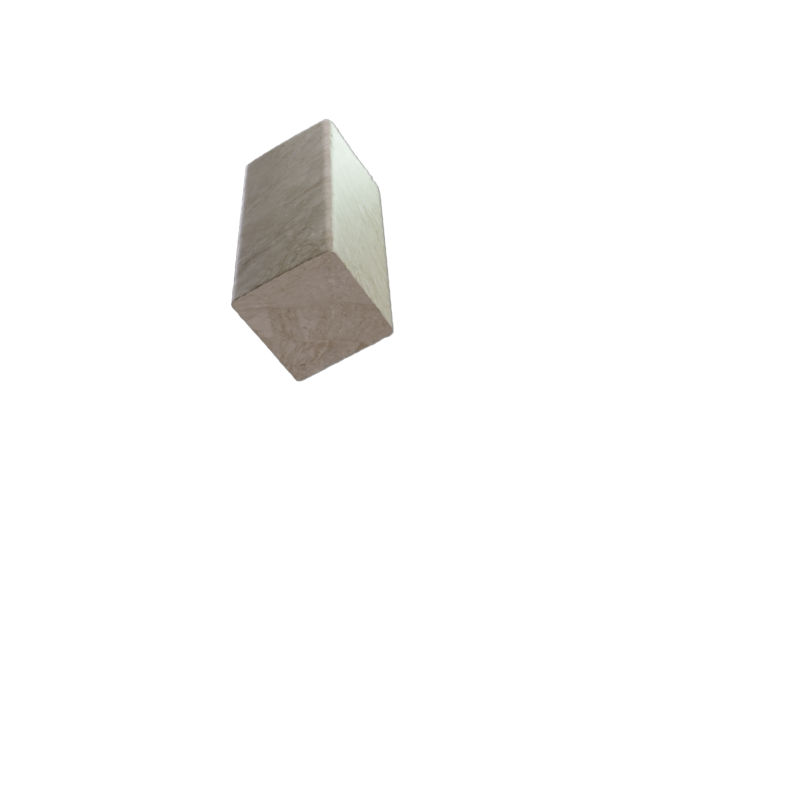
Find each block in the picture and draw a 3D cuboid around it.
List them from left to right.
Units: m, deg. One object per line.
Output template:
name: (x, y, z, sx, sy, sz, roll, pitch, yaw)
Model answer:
block: (-0.069, -0.128, 0.892, 0.090, 0.085, 0.221, -28, 34, 17)
